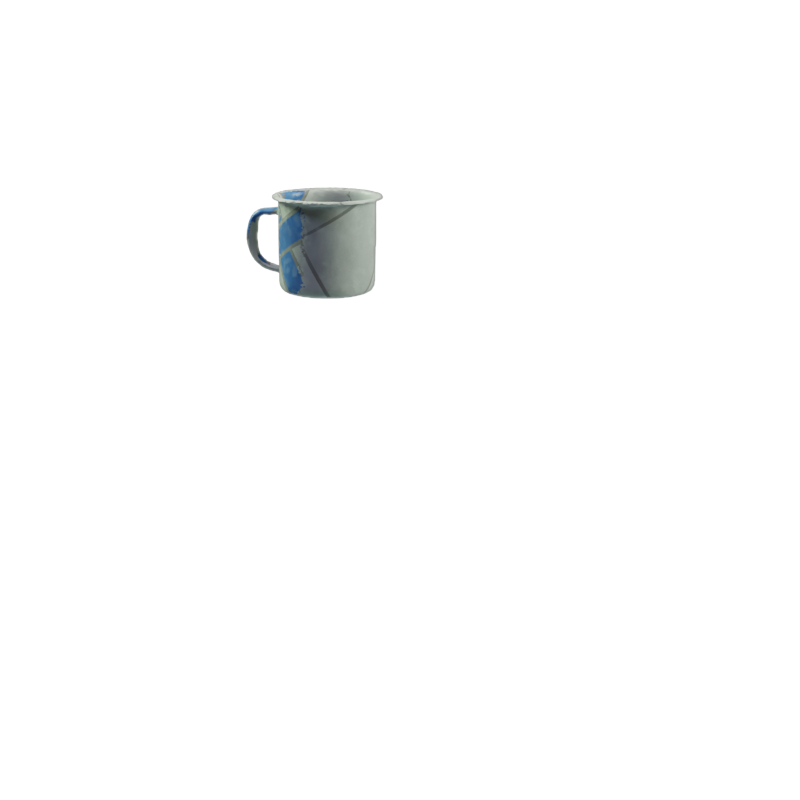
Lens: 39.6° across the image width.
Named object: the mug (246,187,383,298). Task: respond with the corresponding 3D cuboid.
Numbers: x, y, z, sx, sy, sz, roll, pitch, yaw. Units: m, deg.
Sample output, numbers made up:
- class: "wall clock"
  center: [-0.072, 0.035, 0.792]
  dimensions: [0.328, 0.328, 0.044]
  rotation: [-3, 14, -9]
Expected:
- class: "mug"
  center: [-0.073, -0.134, 0.936]
  dimensions: [0.119, 0.079, 0.095]
  rotation: [3, 15, 10]
